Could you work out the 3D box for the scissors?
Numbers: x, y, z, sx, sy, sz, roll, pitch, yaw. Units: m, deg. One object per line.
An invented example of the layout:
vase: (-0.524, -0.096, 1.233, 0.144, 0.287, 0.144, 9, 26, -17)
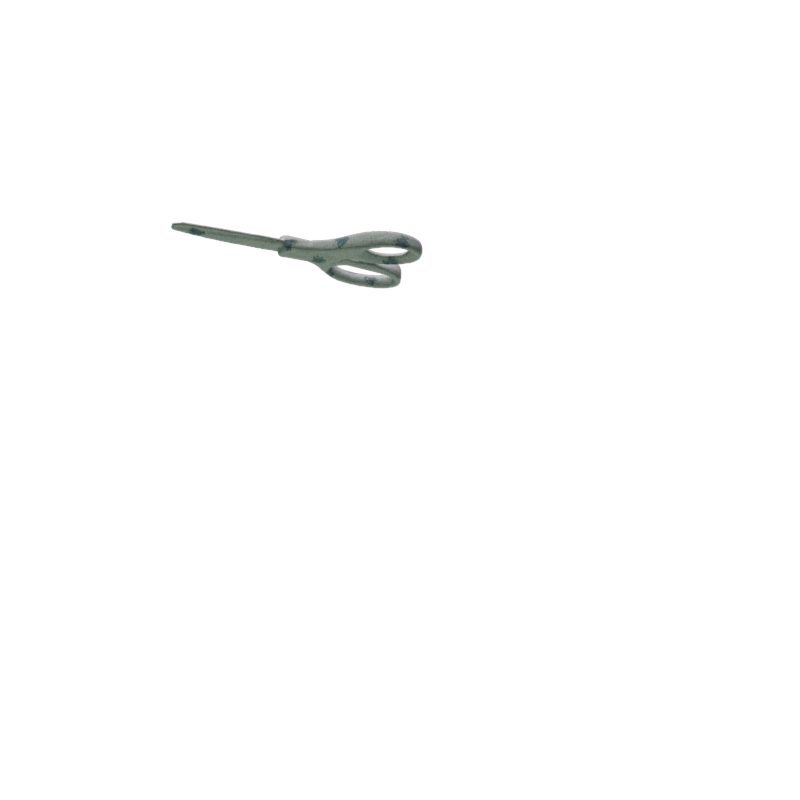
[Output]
scissors: (-0.067, -0.123, 0.862, 0.191, 0.017, 0.097, 15, -23, -38)
